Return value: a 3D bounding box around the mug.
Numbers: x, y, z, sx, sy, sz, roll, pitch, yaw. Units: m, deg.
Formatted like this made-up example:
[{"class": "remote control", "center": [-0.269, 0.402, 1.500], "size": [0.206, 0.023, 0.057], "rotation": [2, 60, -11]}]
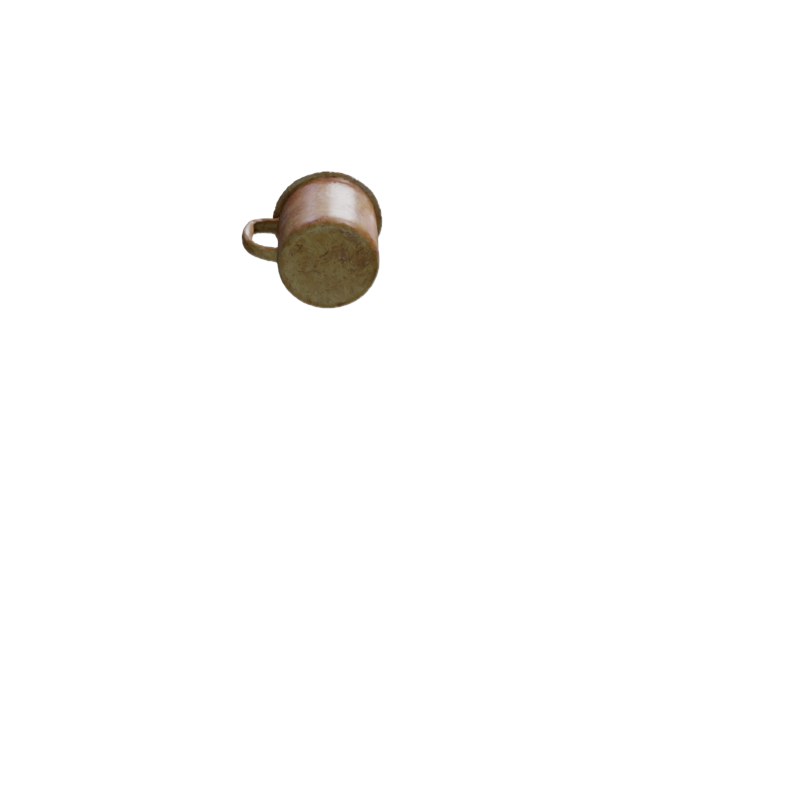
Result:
[{"class": "mug", "center": [-0.071, -0.129, 0.905], "size": [0.116, 0.088, 0.087], "rotation": [6, 31, -5]}]
